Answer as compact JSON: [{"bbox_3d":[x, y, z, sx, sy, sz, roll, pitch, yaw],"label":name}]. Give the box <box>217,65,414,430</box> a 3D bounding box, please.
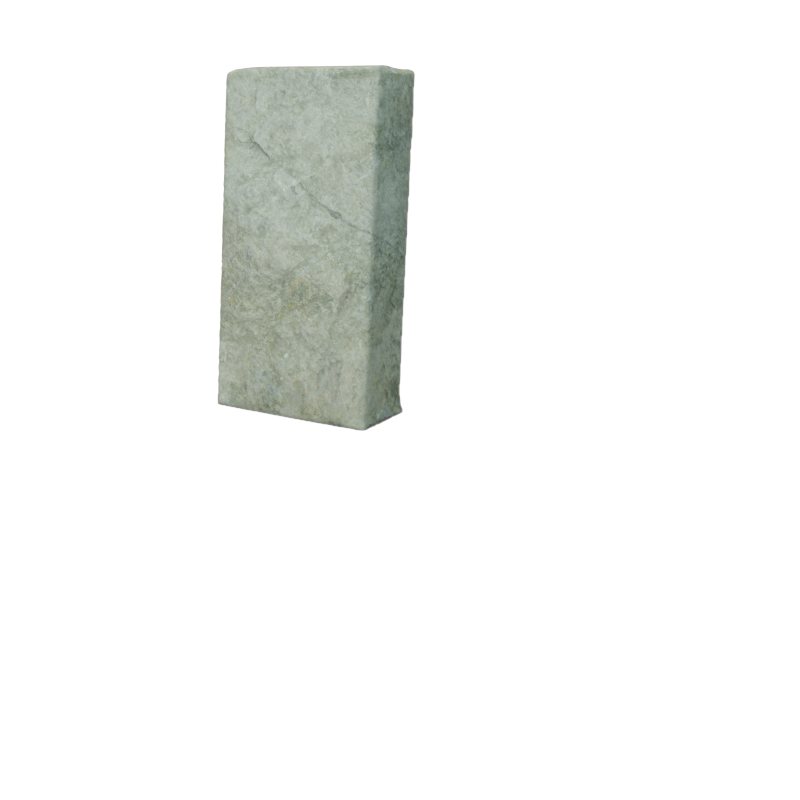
[{"bbox_3d":[-0.045,-0.081,0.565,0.097,0.173,0.047,5,8,30],"label":"box"}]
